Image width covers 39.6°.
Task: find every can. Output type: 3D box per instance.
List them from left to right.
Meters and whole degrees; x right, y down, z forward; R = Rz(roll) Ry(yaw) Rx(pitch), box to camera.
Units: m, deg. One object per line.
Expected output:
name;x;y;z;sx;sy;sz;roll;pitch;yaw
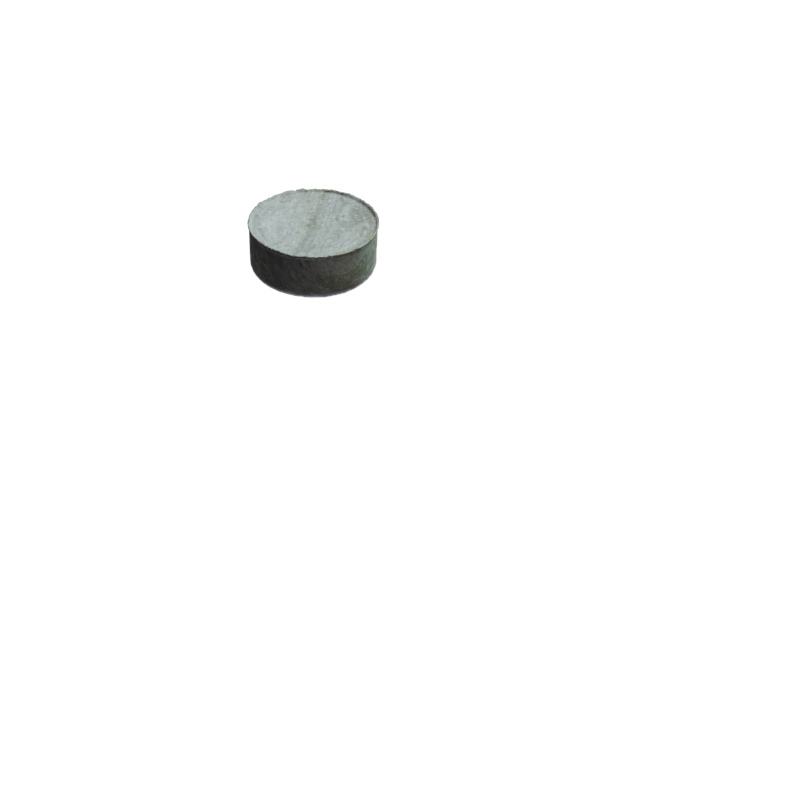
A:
can;-0.057;-0.104;0.731;0.086;0.031;0.092;-1;38;-2
